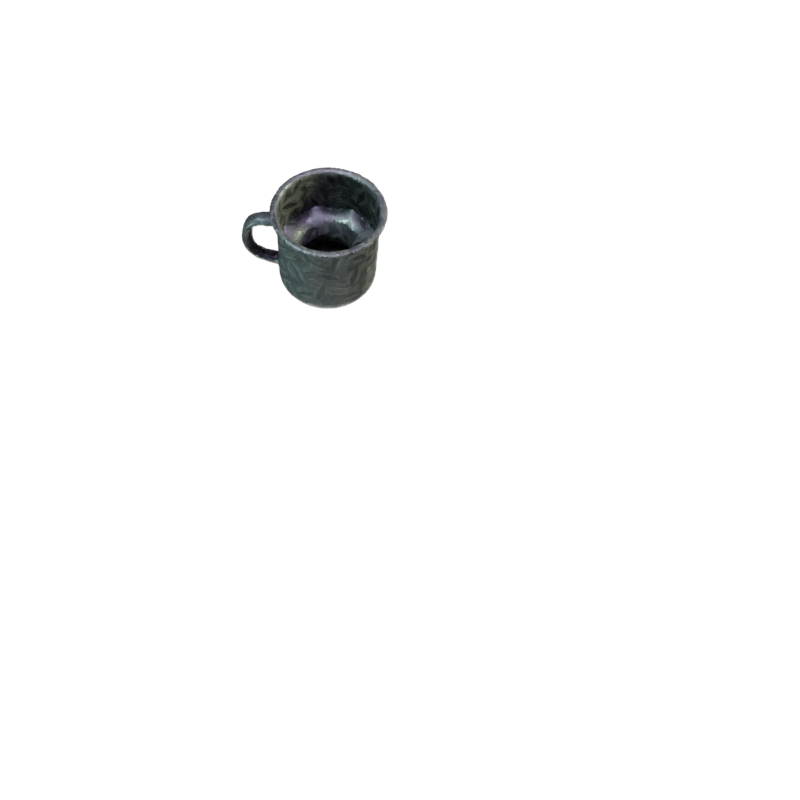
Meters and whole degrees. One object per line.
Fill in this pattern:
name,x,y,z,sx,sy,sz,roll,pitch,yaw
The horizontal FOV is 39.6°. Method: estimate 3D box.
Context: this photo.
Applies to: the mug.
mug,-0.071,-0.129,0.903,0.117,0.100,0.076,2,-35,0
